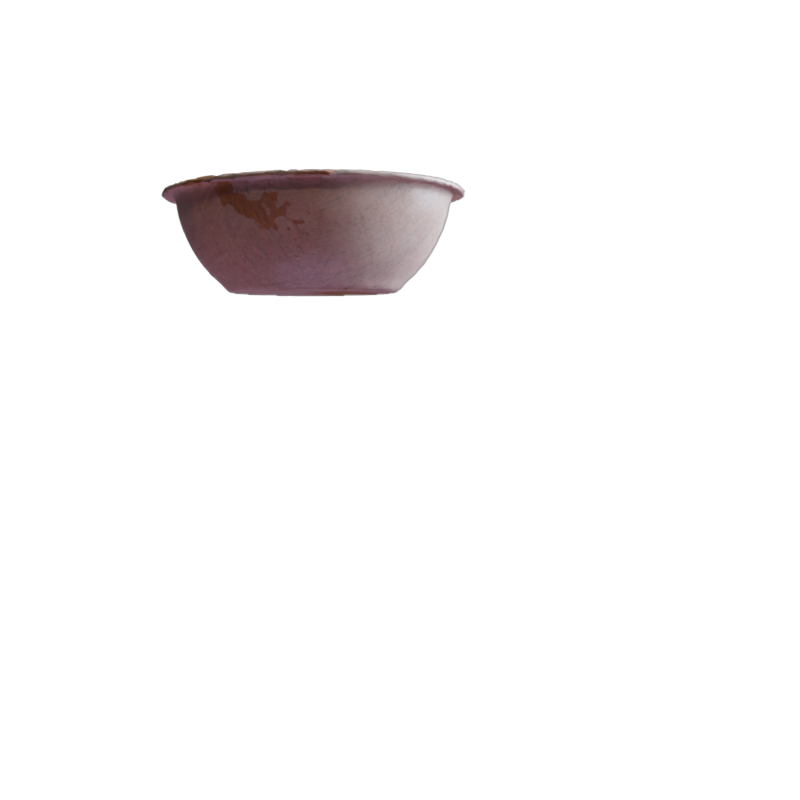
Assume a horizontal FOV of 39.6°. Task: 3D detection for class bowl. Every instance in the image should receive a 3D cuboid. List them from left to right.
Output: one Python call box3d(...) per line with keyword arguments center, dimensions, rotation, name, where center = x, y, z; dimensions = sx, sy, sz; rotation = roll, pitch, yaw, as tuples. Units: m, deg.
box3d(center=(-0.046, -0.085, 0.593), dimensions=(0.162, 0.055, 0.162), rotation=(0, 2, -2), name="bowl")
